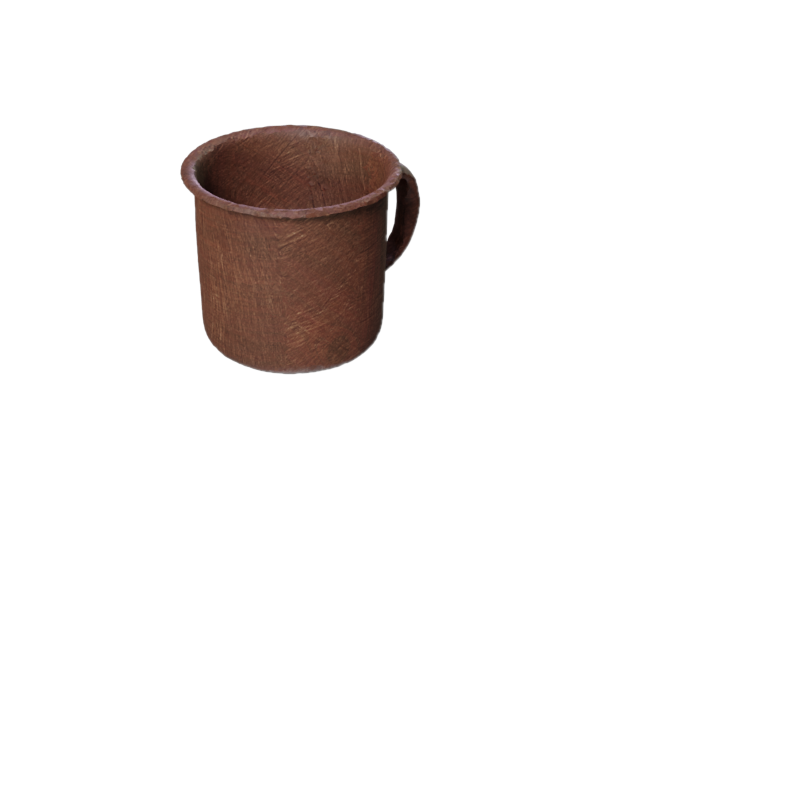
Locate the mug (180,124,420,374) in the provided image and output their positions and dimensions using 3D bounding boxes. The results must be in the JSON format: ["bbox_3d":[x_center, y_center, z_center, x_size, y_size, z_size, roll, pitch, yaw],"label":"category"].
[{"bbox_3d":[-0.038,-0.070,0.491,0.116,0.077,0.100,-25,41,-35],"label":"mug"}]
